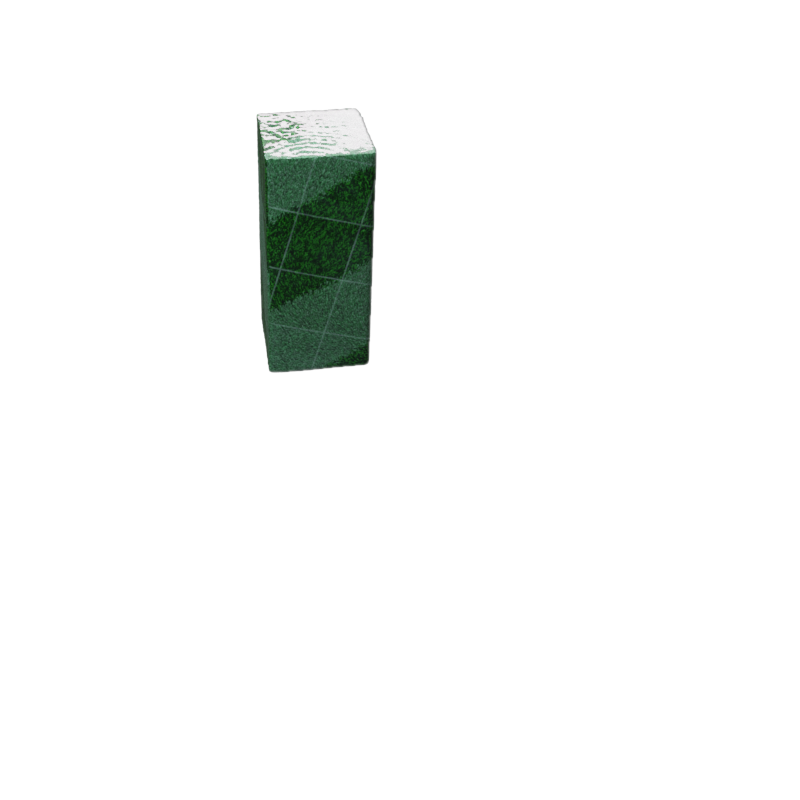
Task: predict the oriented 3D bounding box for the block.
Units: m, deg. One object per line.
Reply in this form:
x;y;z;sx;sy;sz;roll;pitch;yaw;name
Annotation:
-0.074;-0.135;0.949;0.089;0.194;0.097;-4;33;-9;block
